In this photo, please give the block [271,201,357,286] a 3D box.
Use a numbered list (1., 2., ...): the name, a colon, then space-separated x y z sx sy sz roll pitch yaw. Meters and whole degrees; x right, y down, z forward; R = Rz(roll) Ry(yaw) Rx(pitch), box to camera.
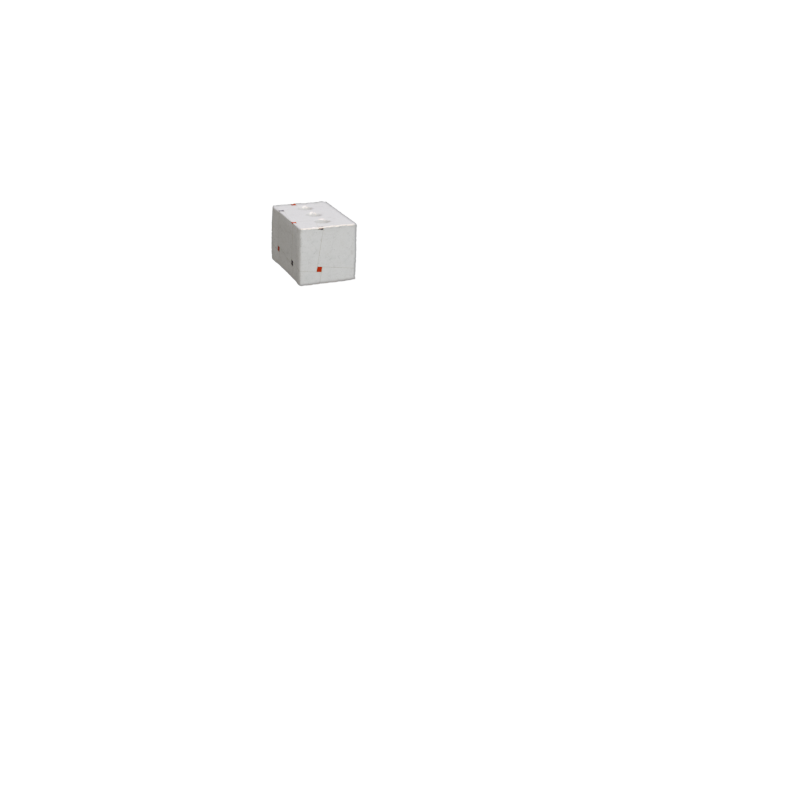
1. block: -0.075 -0.137 0.958 0.052 0.049 0.083 -8 24 -21
